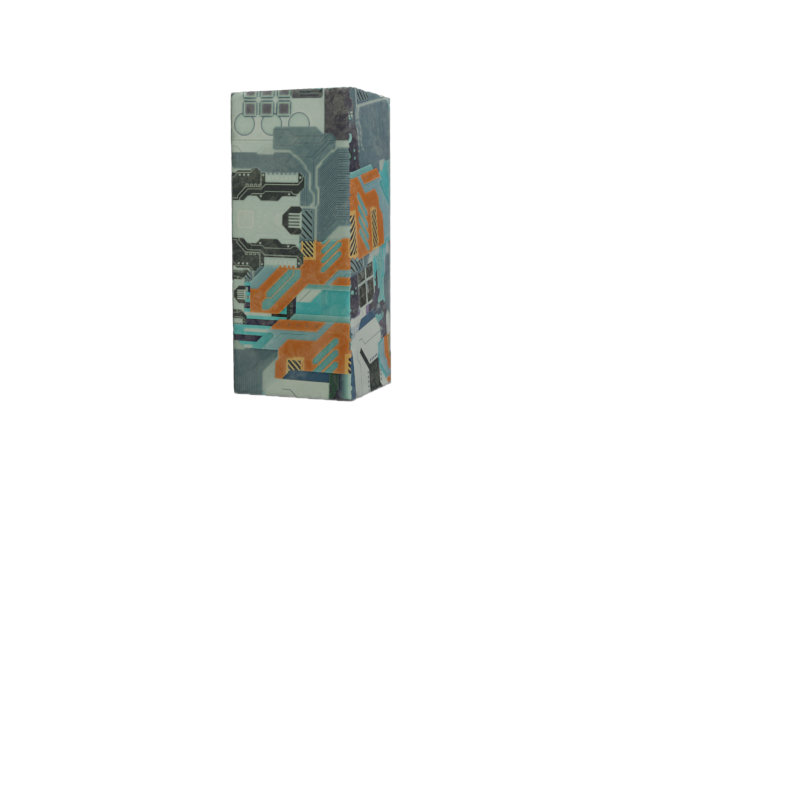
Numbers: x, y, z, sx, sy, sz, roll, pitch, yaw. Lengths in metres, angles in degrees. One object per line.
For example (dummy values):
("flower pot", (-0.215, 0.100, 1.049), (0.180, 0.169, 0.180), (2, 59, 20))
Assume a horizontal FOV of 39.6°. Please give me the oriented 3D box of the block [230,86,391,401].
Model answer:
("block", (-0.061, -0.111, 0.778), (0.093, 0.205, 0.088), (1, 4, 19))
